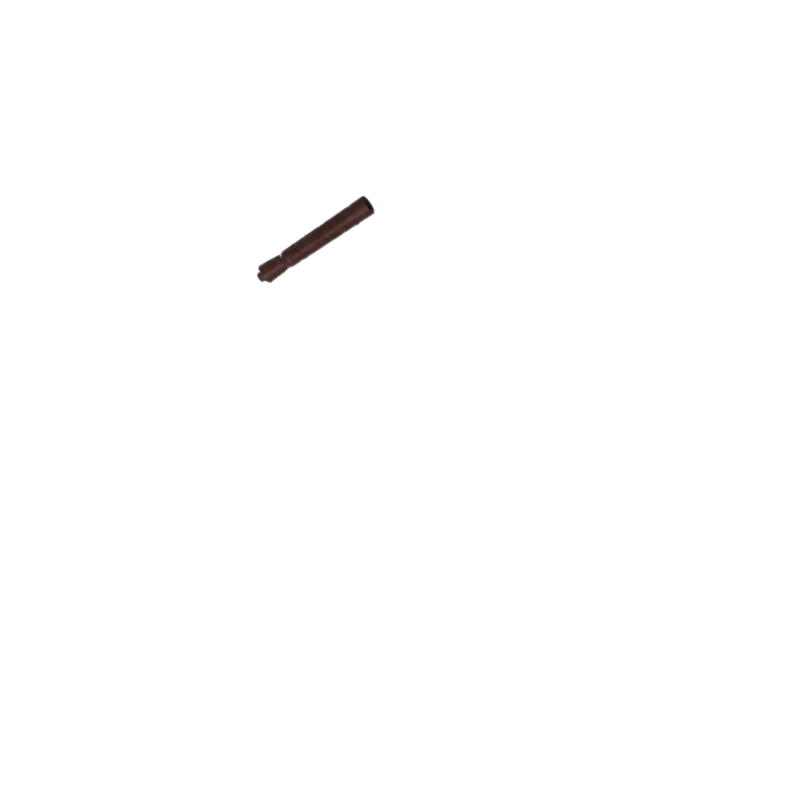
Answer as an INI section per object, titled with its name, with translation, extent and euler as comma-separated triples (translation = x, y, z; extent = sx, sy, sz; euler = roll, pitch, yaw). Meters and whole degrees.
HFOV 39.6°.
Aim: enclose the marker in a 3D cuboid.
[marker]
translation = -0.076, -0.139, 0.972
extent = 0.120, 0.020, 0.019
euler = -31, -6, 17
